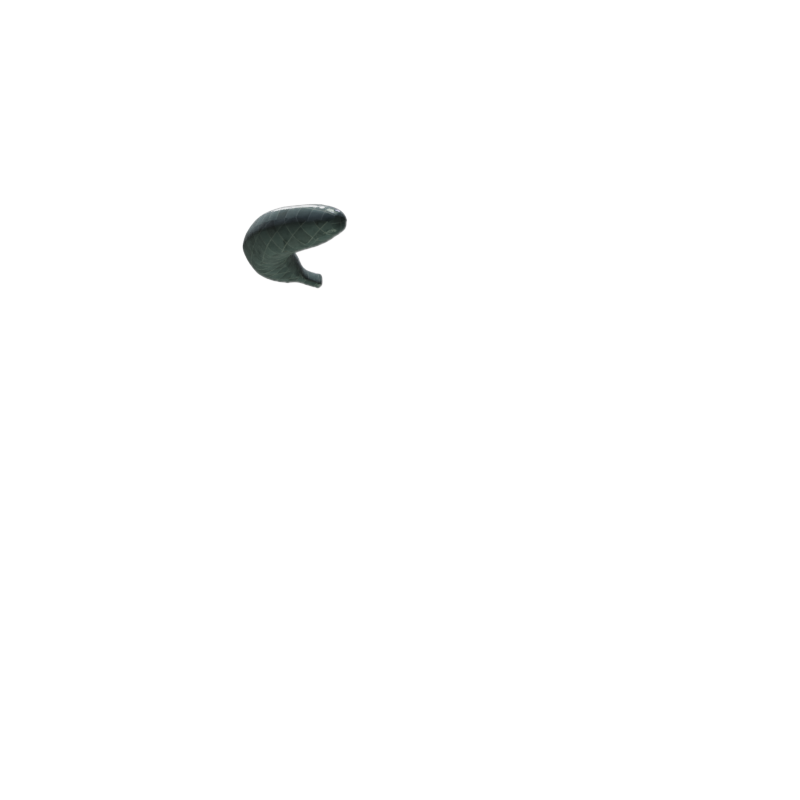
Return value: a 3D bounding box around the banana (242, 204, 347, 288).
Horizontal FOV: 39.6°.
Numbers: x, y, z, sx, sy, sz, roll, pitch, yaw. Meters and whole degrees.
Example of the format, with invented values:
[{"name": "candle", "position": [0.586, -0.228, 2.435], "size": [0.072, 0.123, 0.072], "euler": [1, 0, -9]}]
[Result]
[{"name": "banana", "position": [-0.085, -0.120, 0.844], "size": [0.069, 0.037, 0.195], "euler": [1, -5, -8]}]
